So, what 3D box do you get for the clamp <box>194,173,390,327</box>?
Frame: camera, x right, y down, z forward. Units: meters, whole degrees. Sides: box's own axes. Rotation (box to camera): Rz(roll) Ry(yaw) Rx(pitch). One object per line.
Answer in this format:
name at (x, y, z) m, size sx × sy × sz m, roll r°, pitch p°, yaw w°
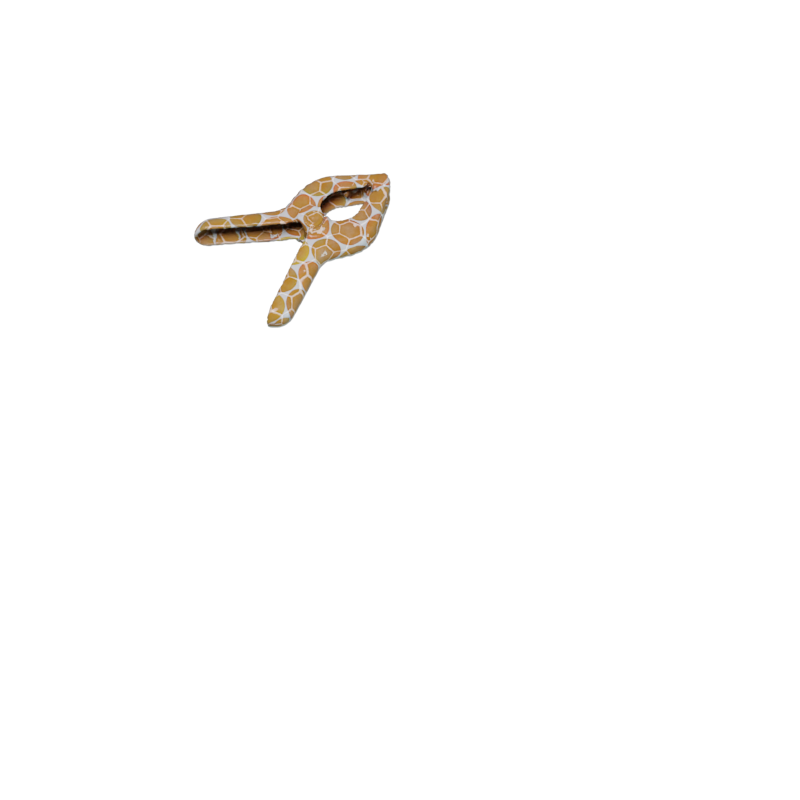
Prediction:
clamp at (-0.072, -0.132, 0.923) m, size 0.171 × 0.128 × 0.037 m, roll -26°, pitch -25°, yaw -14°
